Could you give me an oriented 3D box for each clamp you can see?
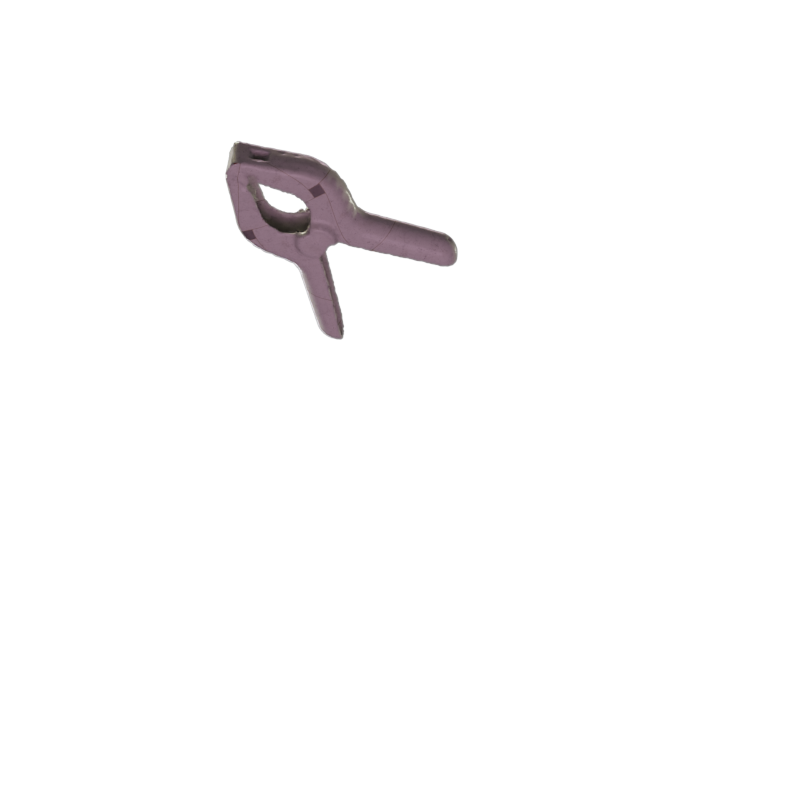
[{"bbox_3d":[-0.060,-0.109,0.761,0.164,0.118,0.042,33,29,-21],"label":"clamp"}]
